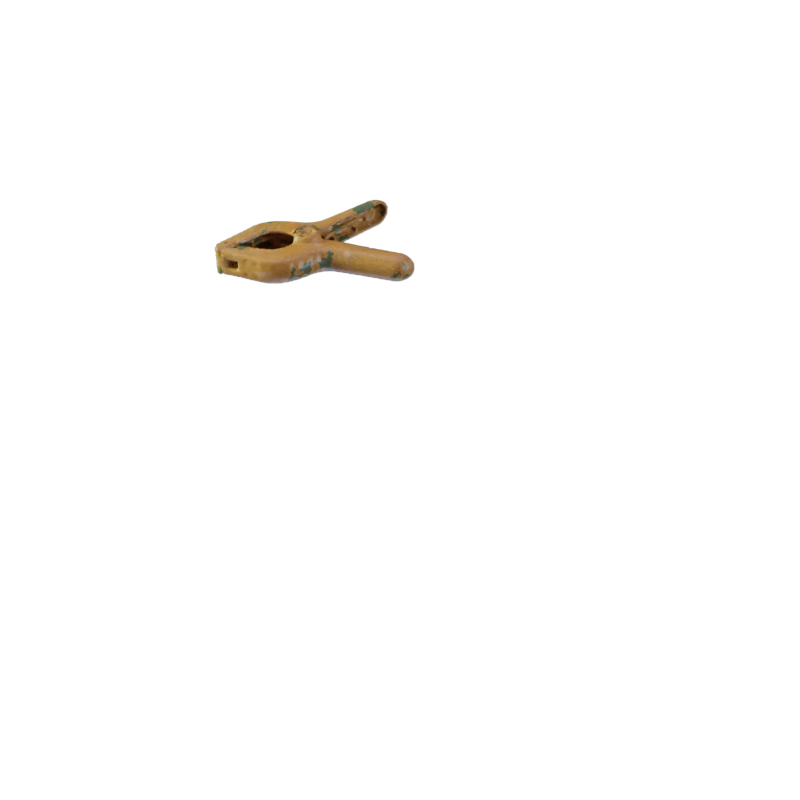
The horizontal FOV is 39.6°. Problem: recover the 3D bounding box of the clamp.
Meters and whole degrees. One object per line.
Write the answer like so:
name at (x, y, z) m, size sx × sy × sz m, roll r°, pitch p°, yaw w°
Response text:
clamp at (-0.077, -0.141, 0.988) m, size 0.171 × 0.037 × 0.127 m, roll -1°, pitch 30°, yaw -1°
